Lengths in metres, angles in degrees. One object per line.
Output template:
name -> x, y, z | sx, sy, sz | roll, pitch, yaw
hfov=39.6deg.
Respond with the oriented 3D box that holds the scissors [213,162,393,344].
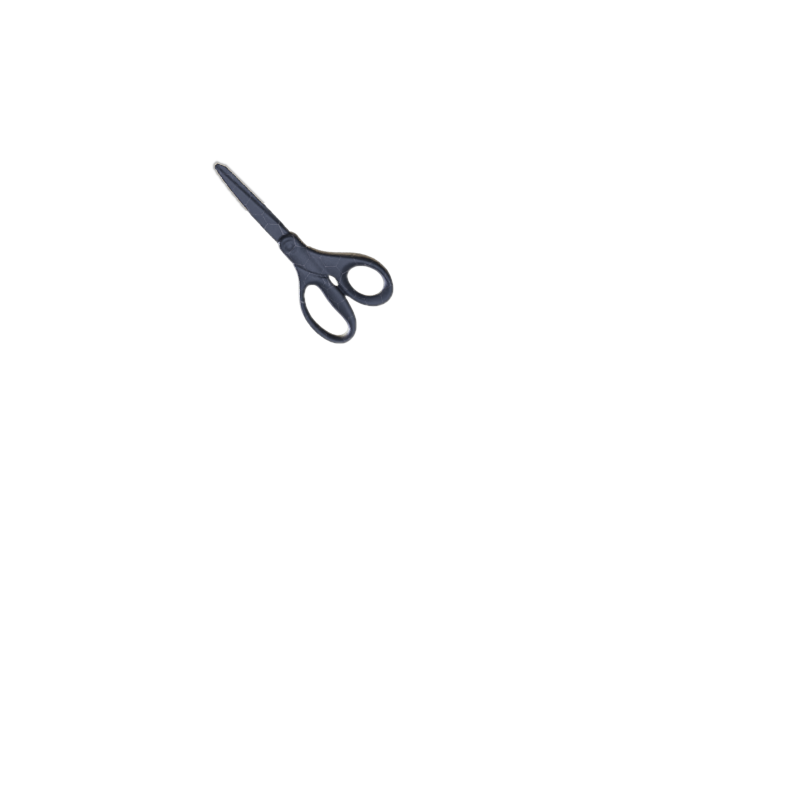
scissors -> -0.077, -0.140, 0.978 | 0.096, 0.191, 0.017 | -23, 21, 9
